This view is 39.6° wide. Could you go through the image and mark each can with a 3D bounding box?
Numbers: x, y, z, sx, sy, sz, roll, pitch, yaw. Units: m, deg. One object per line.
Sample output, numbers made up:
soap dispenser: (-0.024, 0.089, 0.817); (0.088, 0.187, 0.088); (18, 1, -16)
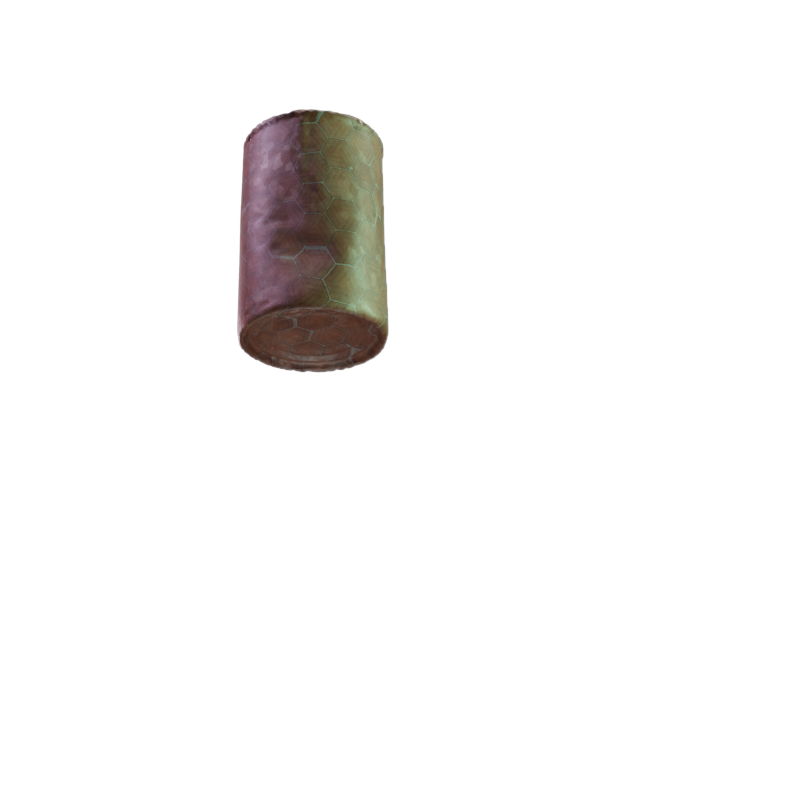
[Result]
can: (-0.040, -0.073, 0.508); (0.068, 0.109, 0.065); (0, -28, -2)
